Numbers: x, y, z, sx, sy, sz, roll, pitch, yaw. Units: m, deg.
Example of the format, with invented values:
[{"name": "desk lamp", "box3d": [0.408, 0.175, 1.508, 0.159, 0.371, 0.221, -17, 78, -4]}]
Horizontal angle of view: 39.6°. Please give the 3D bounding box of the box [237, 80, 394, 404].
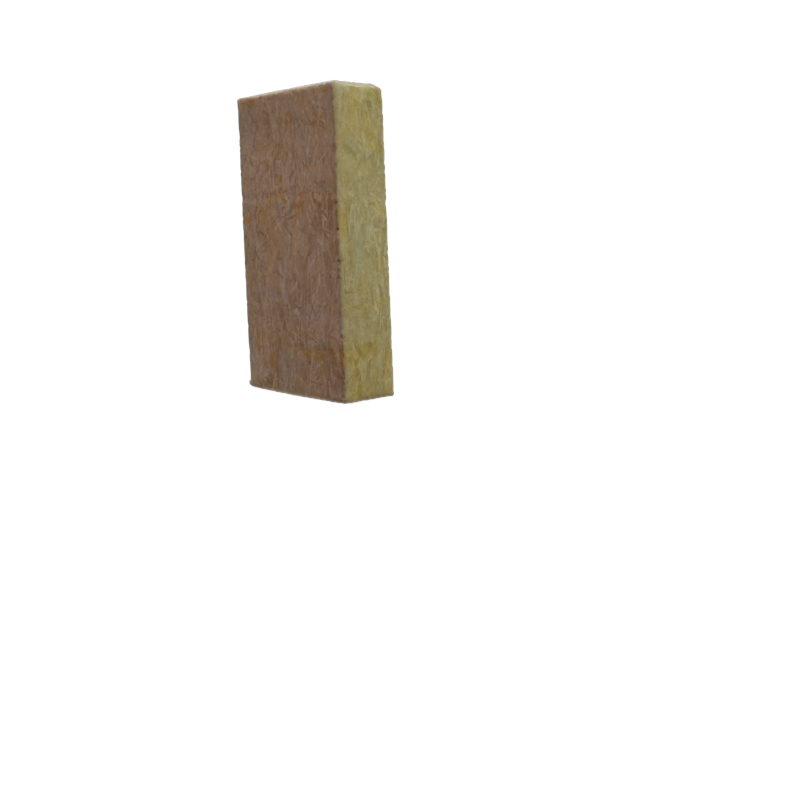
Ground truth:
[{"name": "box", "box3d": [-0.050, -0.092, 0.643, 0.046, 0.176, 0.097, -1, 2, -41]}]
